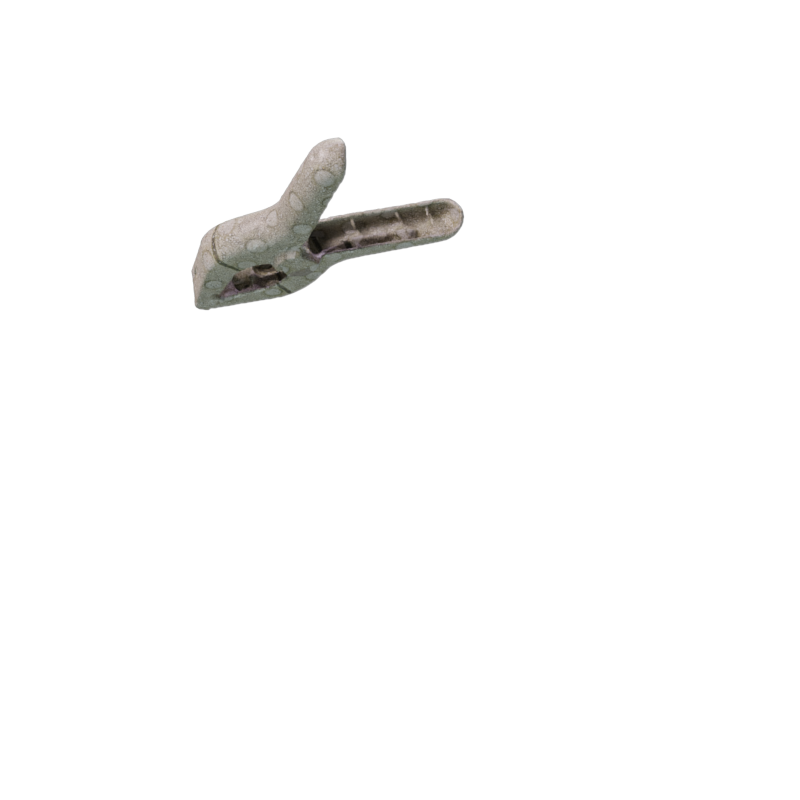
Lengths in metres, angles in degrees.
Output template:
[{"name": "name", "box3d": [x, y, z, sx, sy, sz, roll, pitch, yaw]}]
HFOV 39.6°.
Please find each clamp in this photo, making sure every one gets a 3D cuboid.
[{"name": "clamp", "box3d": [-0.051, -0.093, 0.651, 0.113, 0.041, 0.172, 20, -31, -38]}]
